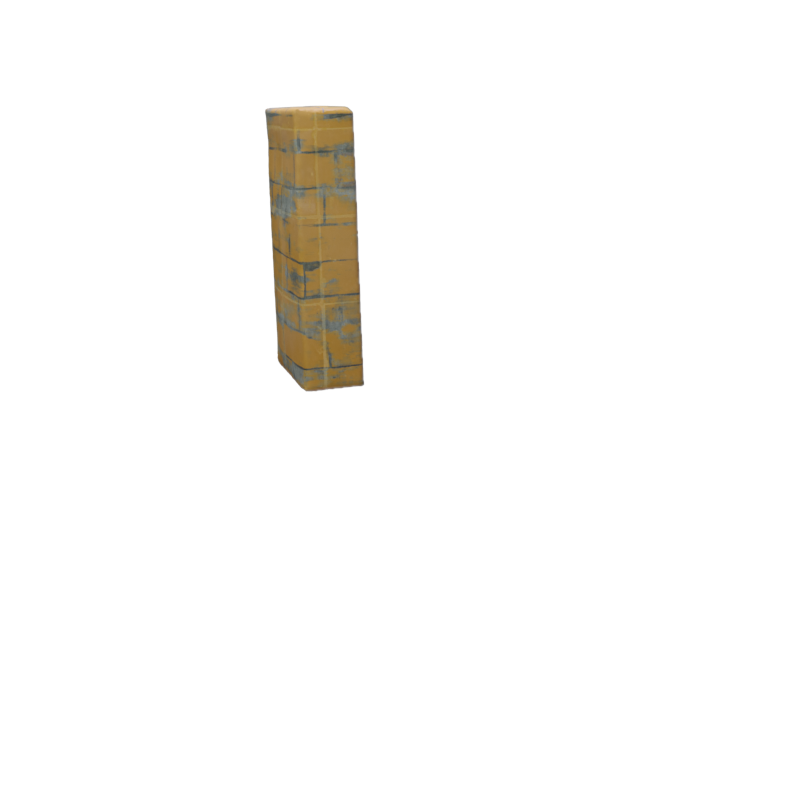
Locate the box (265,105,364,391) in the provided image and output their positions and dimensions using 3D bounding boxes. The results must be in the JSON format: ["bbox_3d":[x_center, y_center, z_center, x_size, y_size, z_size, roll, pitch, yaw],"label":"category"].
[{"bbox_3d":[-0.056,-0.103,0.724,0.047,0.173,0.097,-2,10,-17],"label":"box"}]
